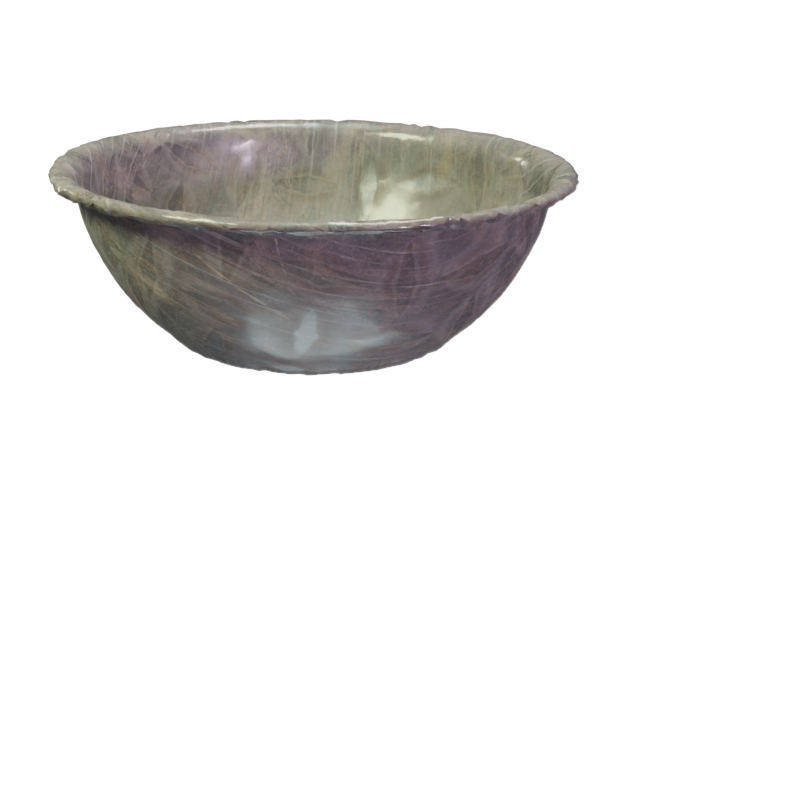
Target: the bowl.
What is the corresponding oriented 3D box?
[{"bbox_3d":[-0.028,-0.050,0.352,0.162,0.053,0.169,-1,22,-2],"label":"bowl"}]
